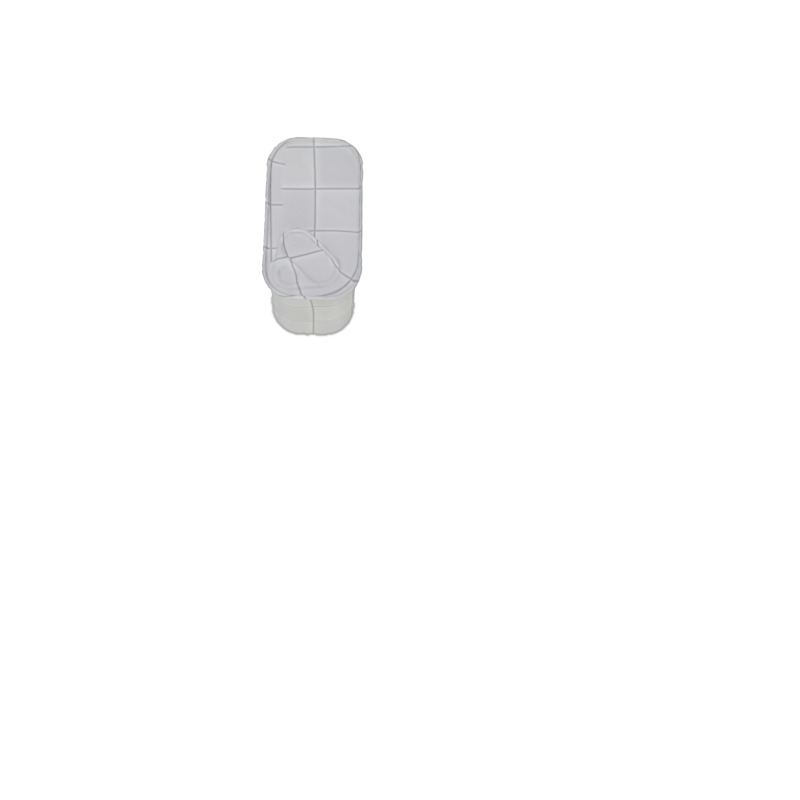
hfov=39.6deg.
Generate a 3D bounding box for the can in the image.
[{"bbox_3d":[-0.053,-0.097,0.682,0.057,0.107,0.080,1,-18,-3],"label":"can"}]
